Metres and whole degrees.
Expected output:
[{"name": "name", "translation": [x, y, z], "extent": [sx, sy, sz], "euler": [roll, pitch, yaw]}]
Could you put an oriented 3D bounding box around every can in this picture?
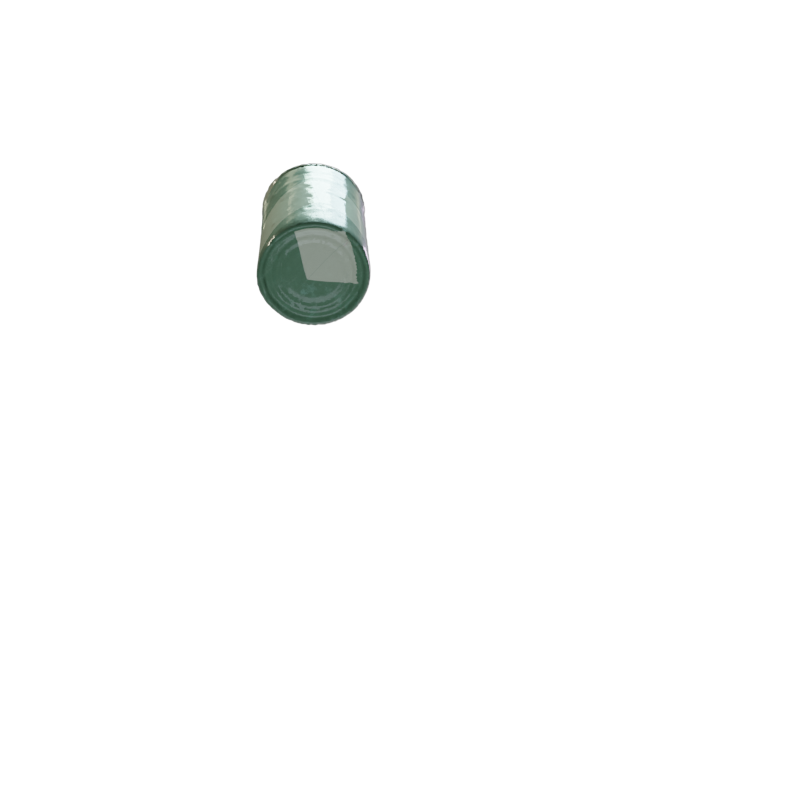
[{"name": "can", "translation": [-0.054, -0.098, 0.685], "extent": [0.068, 0.065, 0.108], "euler": [0, 28, -3]}]
